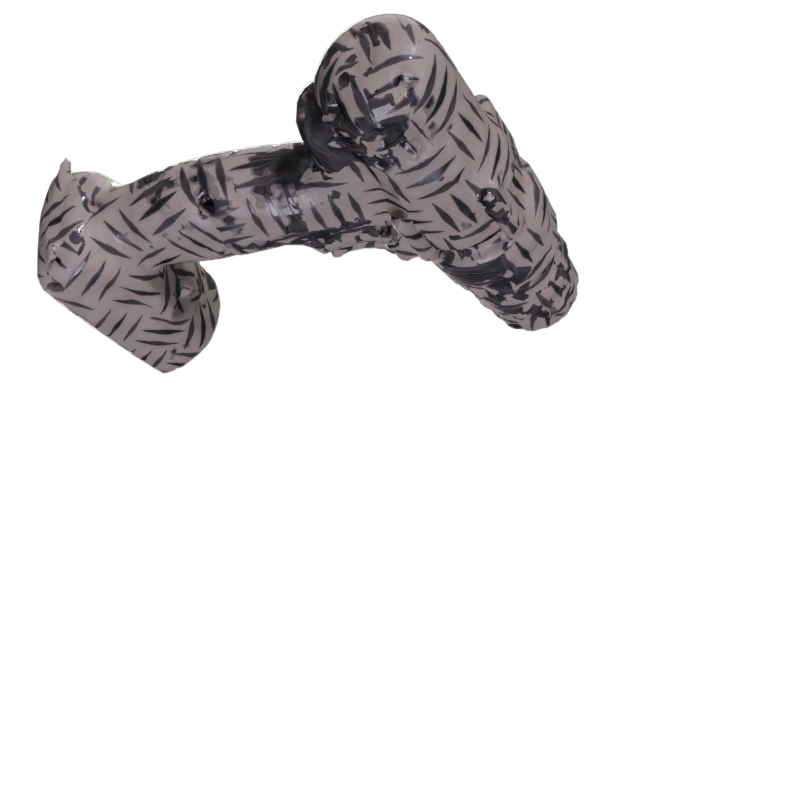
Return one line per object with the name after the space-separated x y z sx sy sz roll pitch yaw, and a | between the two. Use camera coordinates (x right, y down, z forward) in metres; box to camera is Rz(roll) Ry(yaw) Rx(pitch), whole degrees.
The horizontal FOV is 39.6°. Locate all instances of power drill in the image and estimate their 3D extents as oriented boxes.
-0.035 -0.064 0.451 0.190 0.061 0.170 -14 -33 22 | power drill
